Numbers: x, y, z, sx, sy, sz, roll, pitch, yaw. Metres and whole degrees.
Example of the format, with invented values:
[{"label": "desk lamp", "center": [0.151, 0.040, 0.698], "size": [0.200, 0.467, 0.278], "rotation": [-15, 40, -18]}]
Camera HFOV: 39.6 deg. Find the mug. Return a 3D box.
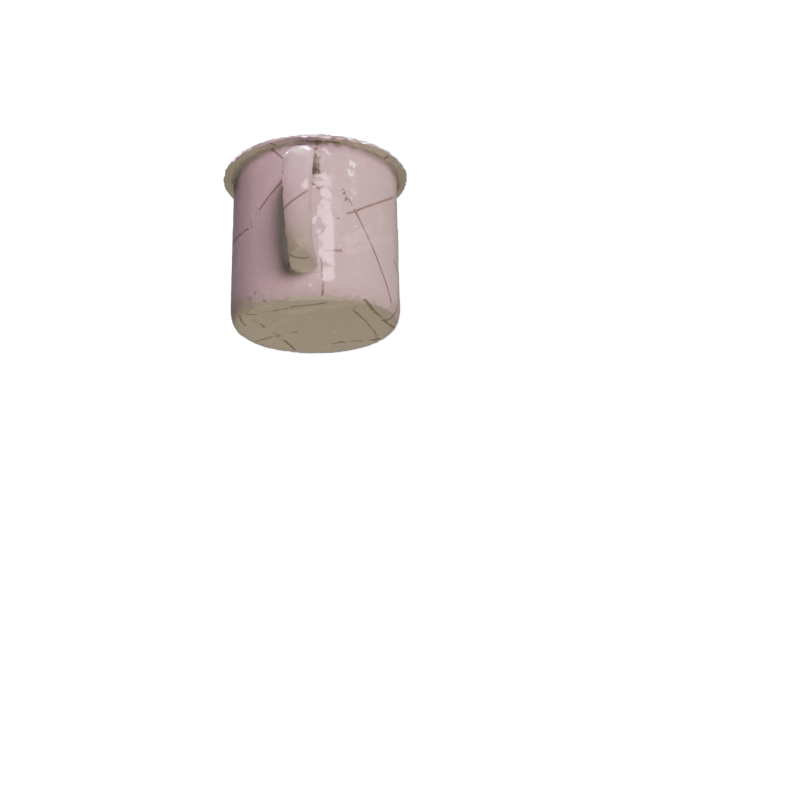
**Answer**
[{"label": "mug", "center": [-0.042, -0.077, 0.536], "size": [0.093, 0.086, 0.111], "rotation": [-1, -20, 1]}]
